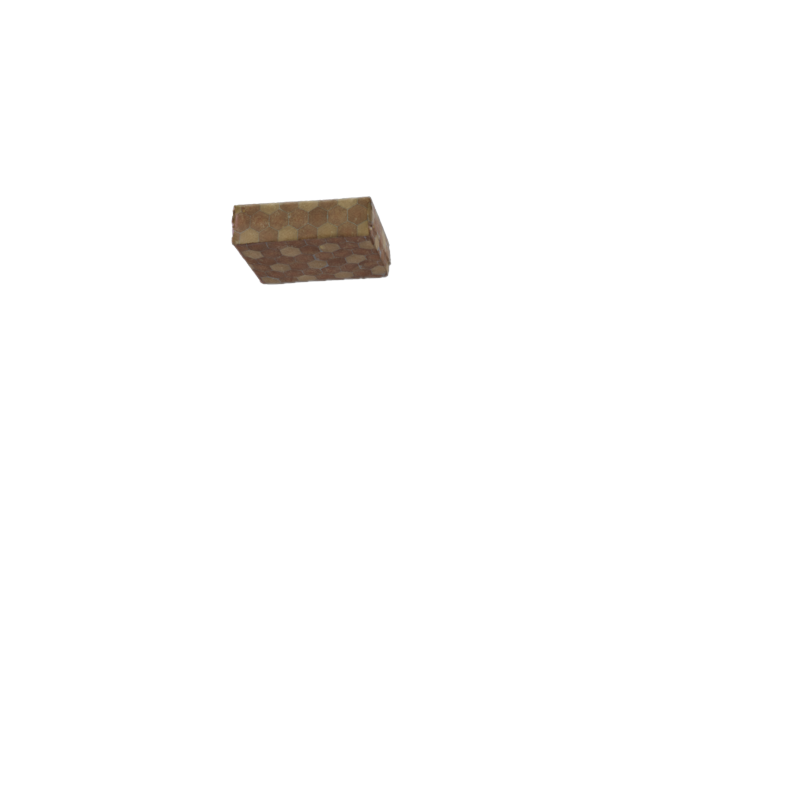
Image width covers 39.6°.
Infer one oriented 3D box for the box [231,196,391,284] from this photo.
[{"bbox_3d":[-0.070,-0.127,0.890,0.115,0.041,0.085,-3,-18,10],"label":"box"}]
